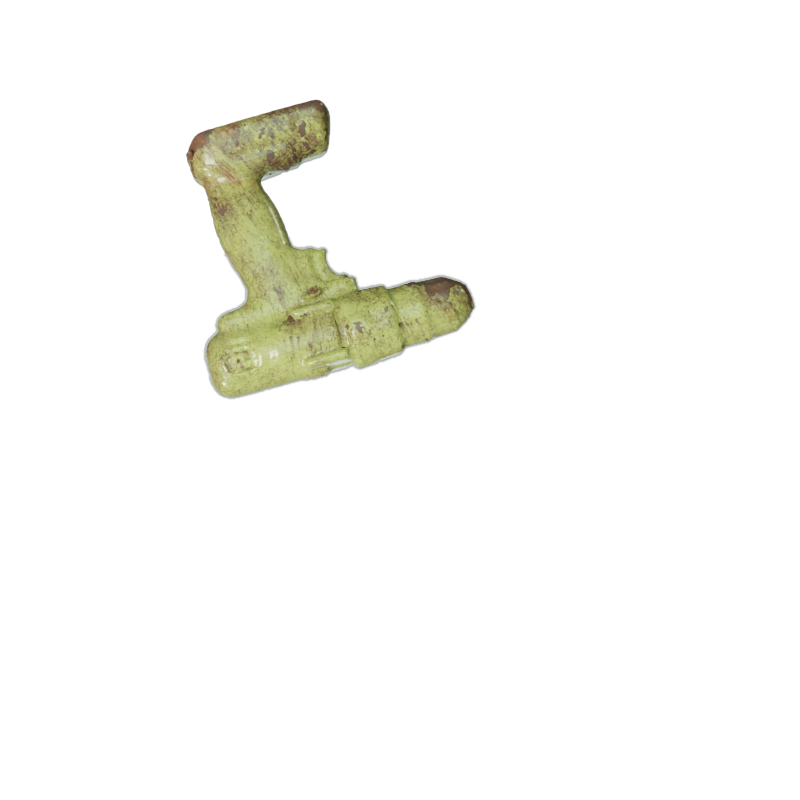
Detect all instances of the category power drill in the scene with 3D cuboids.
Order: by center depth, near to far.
[{"bbox_3d":[-0.060,-0.109,0.765,0.184,0.196,0.055,-16,-16,-5],"label":"power drill"}]
